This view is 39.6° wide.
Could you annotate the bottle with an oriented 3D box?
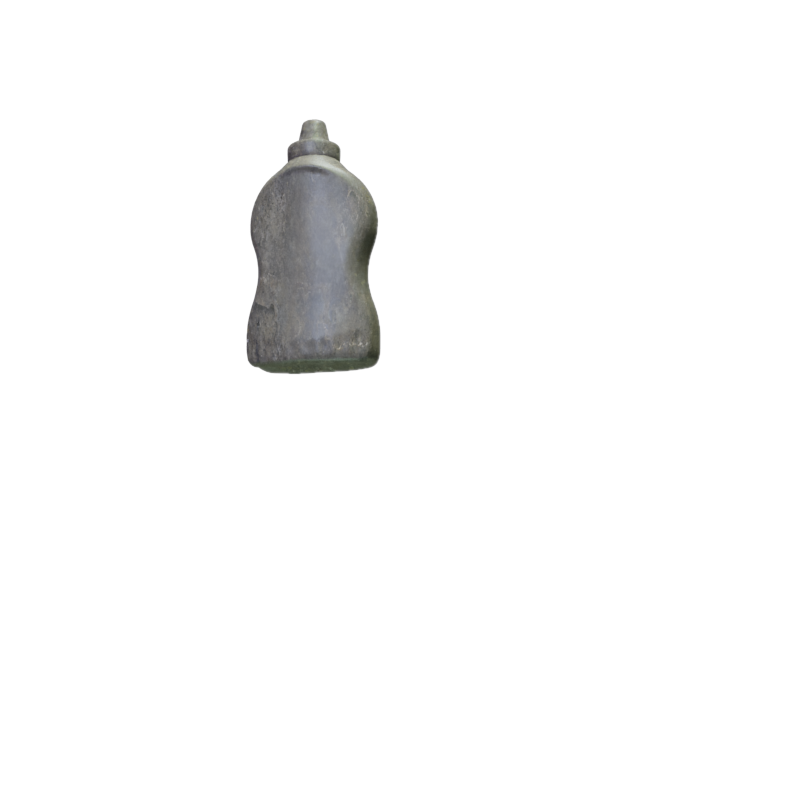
[{"bbox_3d":[-0.065,-0.119,0.832,0.098,0.199,0.055,-6,-15,18],"label":"bottle"}]
